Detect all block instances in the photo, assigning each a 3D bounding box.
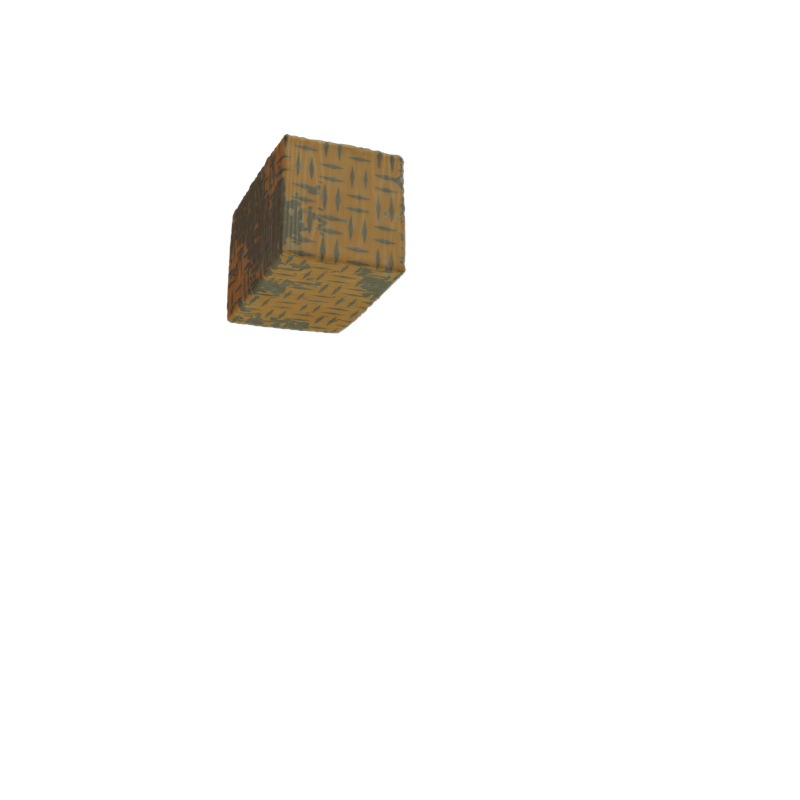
[{"bbox_3d":[-0.036,-0.065,0.457,0.051,0.054,0.077,8,-21,-22],"label":"block"}]
